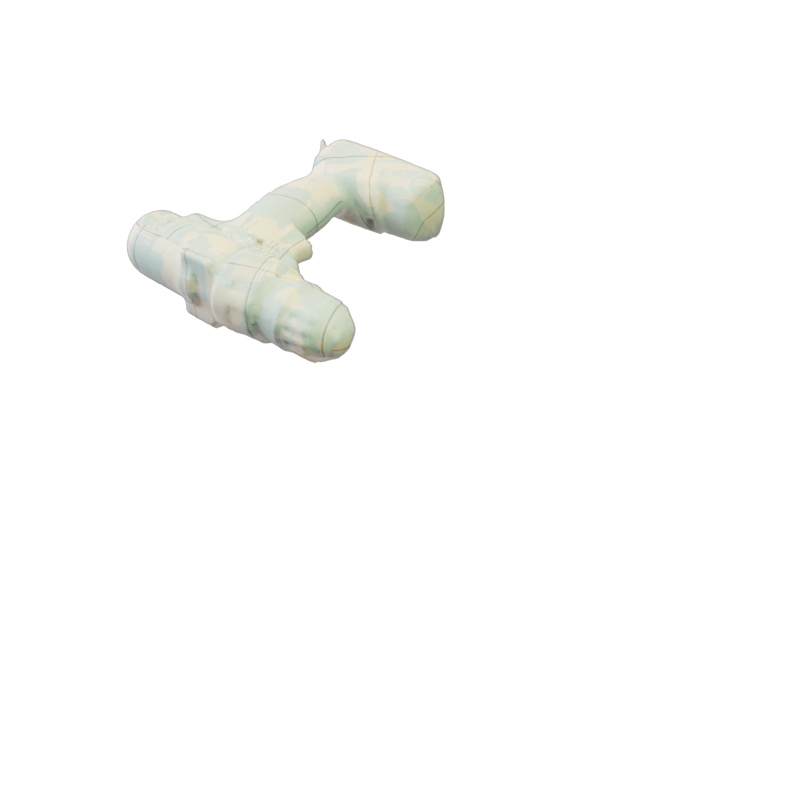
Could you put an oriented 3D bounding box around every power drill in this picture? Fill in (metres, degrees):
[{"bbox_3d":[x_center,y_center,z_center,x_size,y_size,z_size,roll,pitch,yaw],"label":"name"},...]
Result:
[{"bbox_3d":[-0.057,-0.103,0.723,0.196,0.054,0.188,28,44,33],"label":"power drill"}]
